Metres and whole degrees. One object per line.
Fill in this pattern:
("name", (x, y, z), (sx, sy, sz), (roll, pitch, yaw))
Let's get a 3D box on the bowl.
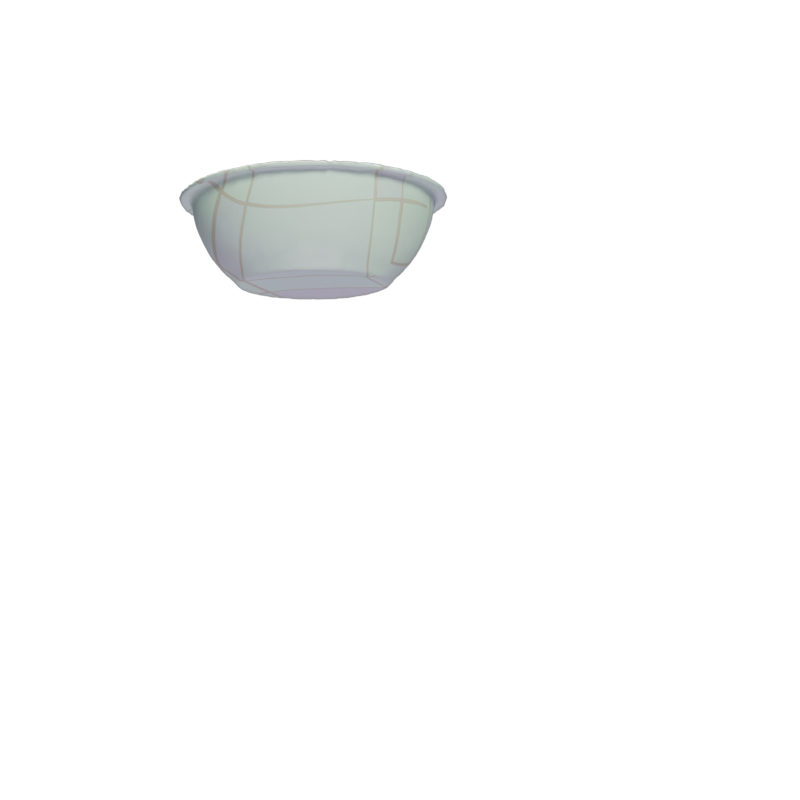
("bowl", (-0.052, -0.095, 0.668), (0.162, 0.056, 0.158), (0, -6, -2))
